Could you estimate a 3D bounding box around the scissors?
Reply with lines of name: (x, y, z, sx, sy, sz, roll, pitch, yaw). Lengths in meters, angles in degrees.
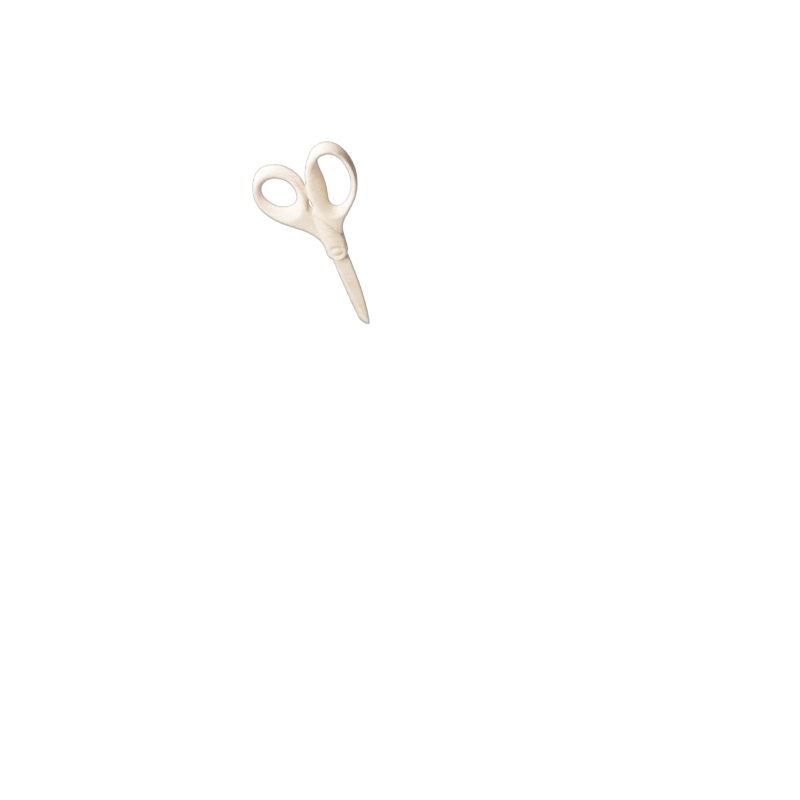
scissors: (-0.075, -0.136, 0.953, 0.096, 0.188, 0.017, 0, 44, 0)
